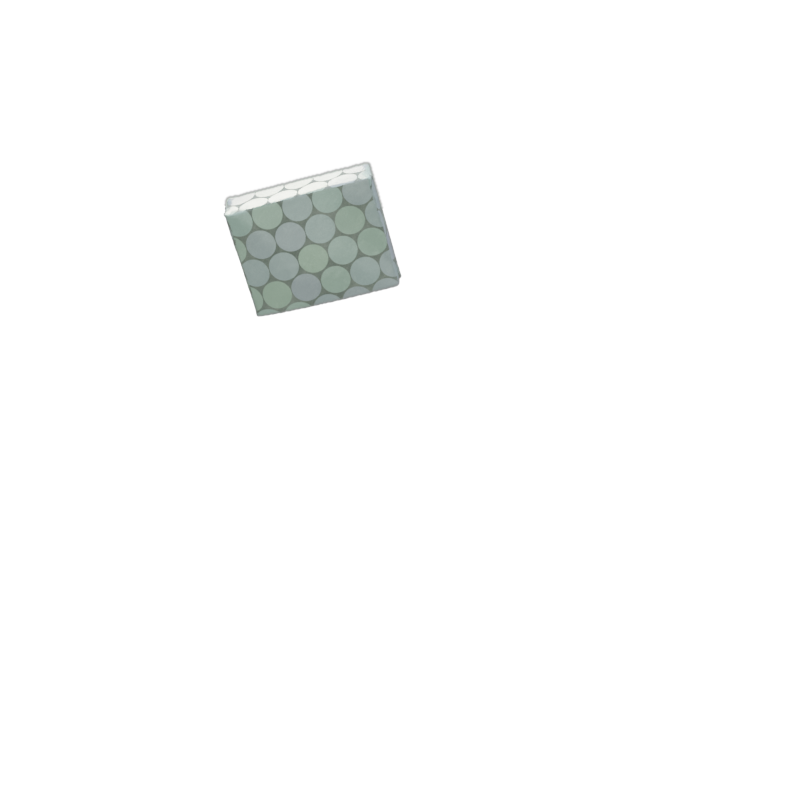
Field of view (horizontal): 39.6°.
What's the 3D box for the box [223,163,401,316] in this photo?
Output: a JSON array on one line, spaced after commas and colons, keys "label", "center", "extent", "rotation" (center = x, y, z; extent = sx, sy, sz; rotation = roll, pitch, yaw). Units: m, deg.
[{"label": "box", "center": [-0.064, -0.117, 0.823], "extent": [0.114, 0.085, 0.041], "rotation": [-13, 23, 5]}]
